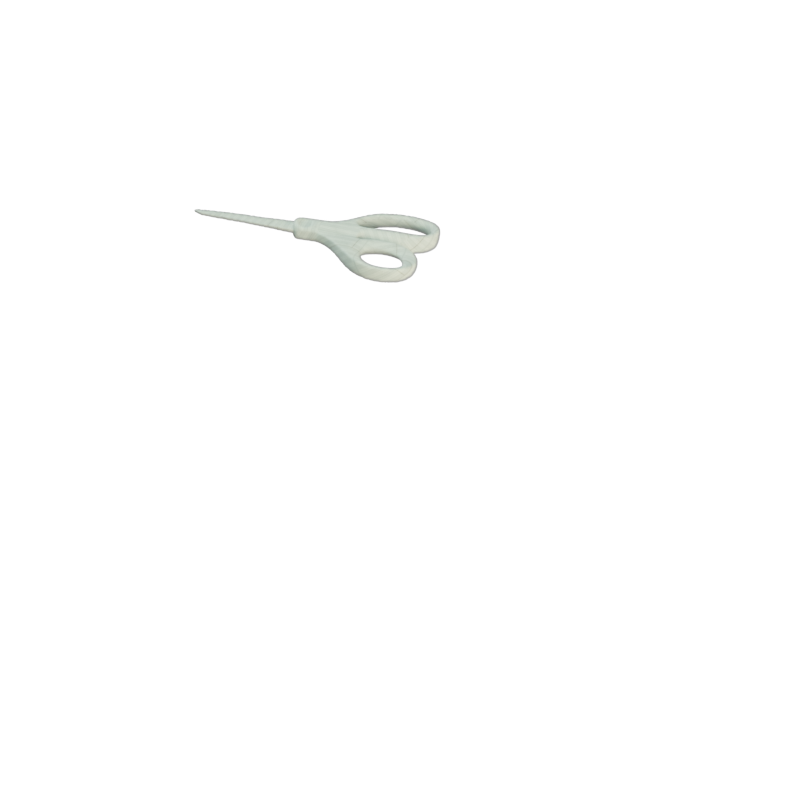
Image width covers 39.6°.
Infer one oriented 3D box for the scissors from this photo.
[{"bbox_3d":[-0.069,-0.126,0.882,0.202,0.015,0.102,1,36,2],"label":"scissors"}]
